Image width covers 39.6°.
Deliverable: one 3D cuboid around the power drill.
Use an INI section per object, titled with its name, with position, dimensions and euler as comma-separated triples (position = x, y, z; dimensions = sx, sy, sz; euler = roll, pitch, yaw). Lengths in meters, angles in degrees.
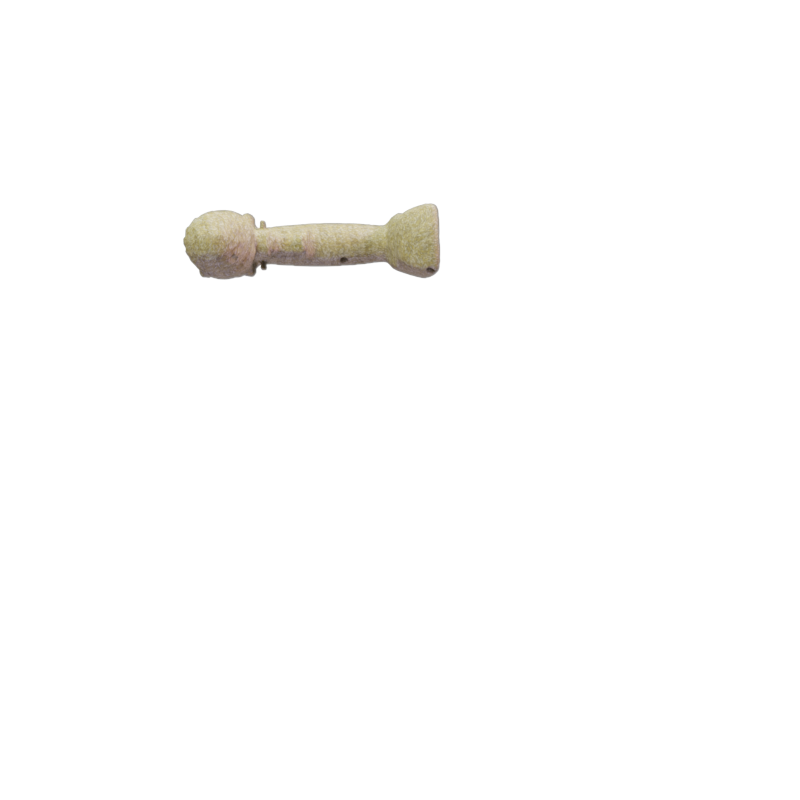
[power drill]
position = -0.066, -0.120, 0.842
dimensions = 0.188, 0.057, 0.186
euler = 0, 7, 0
